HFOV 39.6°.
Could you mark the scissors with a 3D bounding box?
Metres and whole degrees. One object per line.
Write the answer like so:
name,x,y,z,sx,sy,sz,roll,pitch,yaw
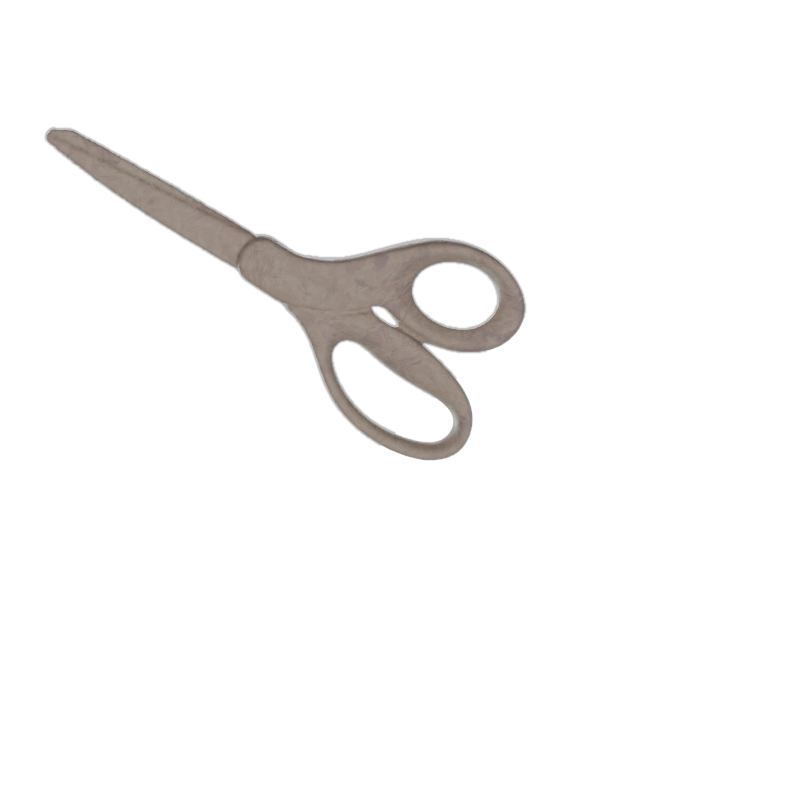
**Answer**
scissors,-0.034,-0.062,0.432,0.096,0.198,0.016,-43,6,6
